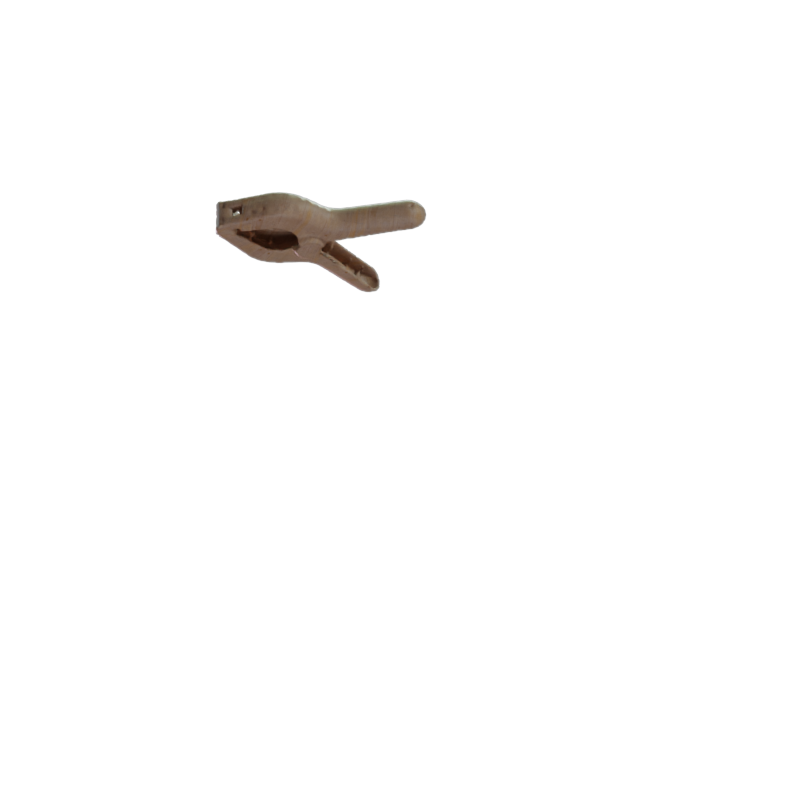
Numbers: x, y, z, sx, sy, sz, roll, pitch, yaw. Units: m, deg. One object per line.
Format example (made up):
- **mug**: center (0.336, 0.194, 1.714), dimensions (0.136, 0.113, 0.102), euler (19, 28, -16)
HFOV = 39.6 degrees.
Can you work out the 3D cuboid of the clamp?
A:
- **clamp**: center (-0.074, -0.135, 0.943), dimensions (0.169, 0.042, 0.113), euler (6, -38, -8)
